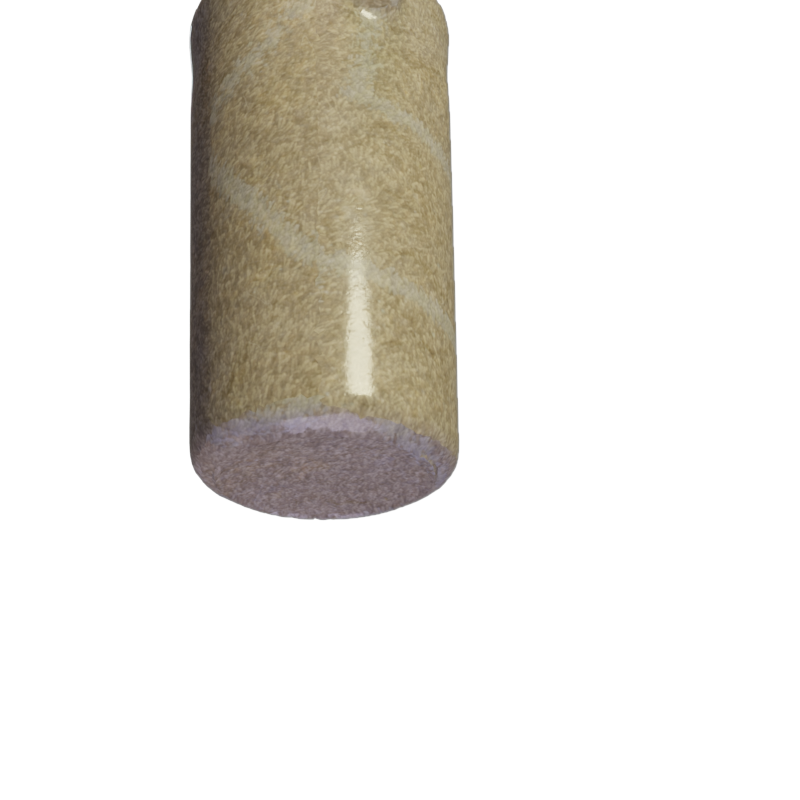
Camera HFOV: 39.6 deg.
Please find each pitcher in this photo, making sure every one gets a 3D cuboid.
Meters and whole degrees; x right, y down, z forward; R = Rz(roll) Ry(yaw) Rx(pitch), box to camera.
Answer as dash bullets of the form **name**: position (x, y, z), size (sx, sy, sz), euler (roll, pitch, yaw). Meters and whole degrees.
- **pitcher**: position (-0.040, -0.073, 0.514), size (0.147, 0.259, 0.138), euler (-11, -32, 15)
